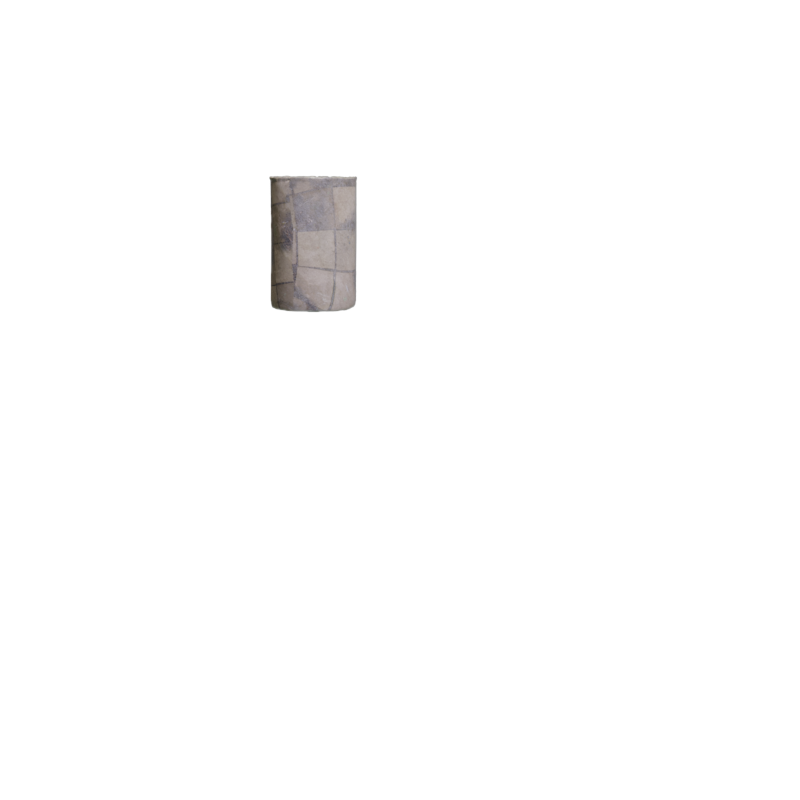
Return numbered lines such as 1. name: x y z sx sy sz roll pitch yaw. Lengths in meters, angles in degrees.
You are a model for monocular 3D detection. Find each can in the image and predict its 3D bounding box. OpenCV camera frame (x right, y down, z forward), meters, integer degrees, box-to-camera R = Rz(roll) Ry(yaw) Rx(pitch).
1. can: -0.067 -0.123 0.861 0.068 0.101 0.070 0 6 -2
